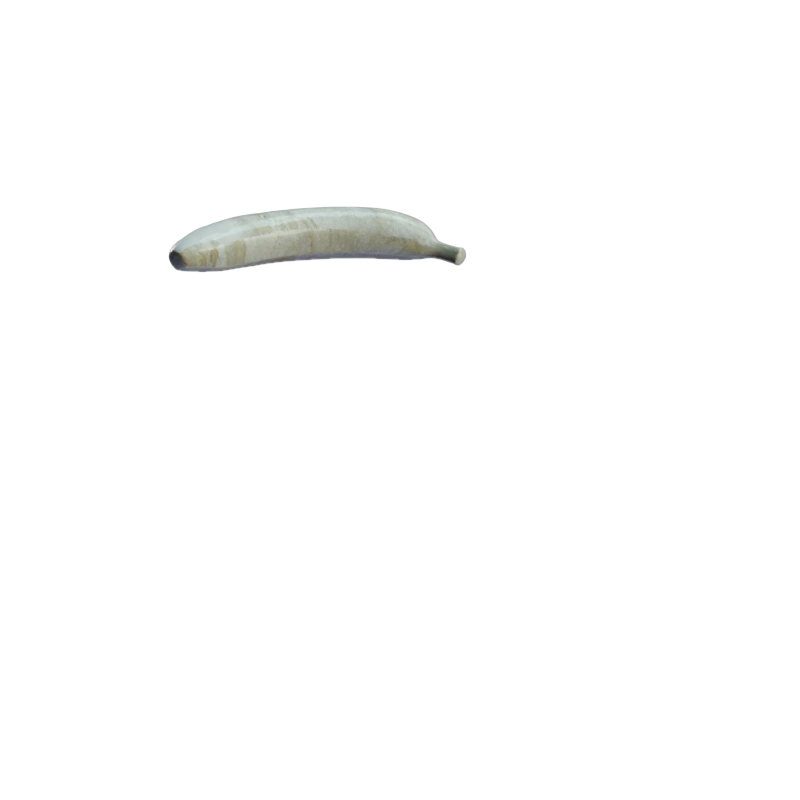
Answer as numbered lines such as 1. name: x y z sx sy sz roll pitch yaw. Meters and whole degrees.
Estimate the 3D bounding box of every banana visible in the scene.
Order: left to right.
1. banana: -0.059 -0.108 0.736 0.194 0.036 0.073 -5 15 -17
